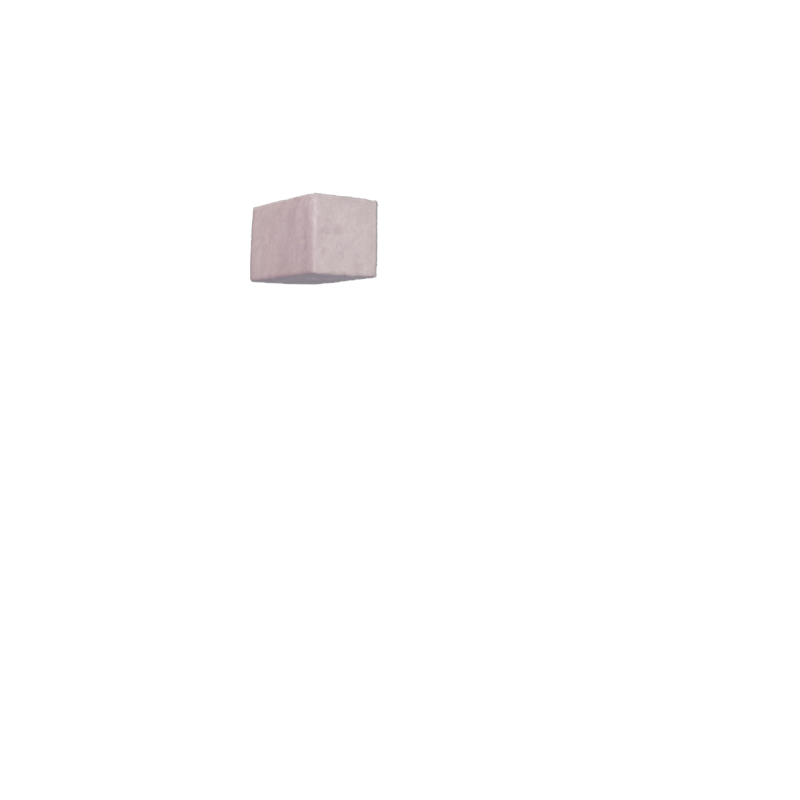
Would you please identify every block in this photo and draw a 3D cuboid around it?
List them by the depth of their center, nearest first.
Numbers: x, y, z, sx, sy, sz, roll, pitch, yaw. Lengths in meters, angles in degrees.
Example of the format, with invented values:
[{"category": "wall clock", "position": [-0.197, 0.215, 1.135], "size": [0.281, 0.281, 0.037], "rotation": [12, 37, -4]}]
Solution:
[{"category": "block", "position": [-0.058, -0.105, 0.735], "size": [0.051, 0.052, 0.080], "rotation": [2, -2, -38]}]
